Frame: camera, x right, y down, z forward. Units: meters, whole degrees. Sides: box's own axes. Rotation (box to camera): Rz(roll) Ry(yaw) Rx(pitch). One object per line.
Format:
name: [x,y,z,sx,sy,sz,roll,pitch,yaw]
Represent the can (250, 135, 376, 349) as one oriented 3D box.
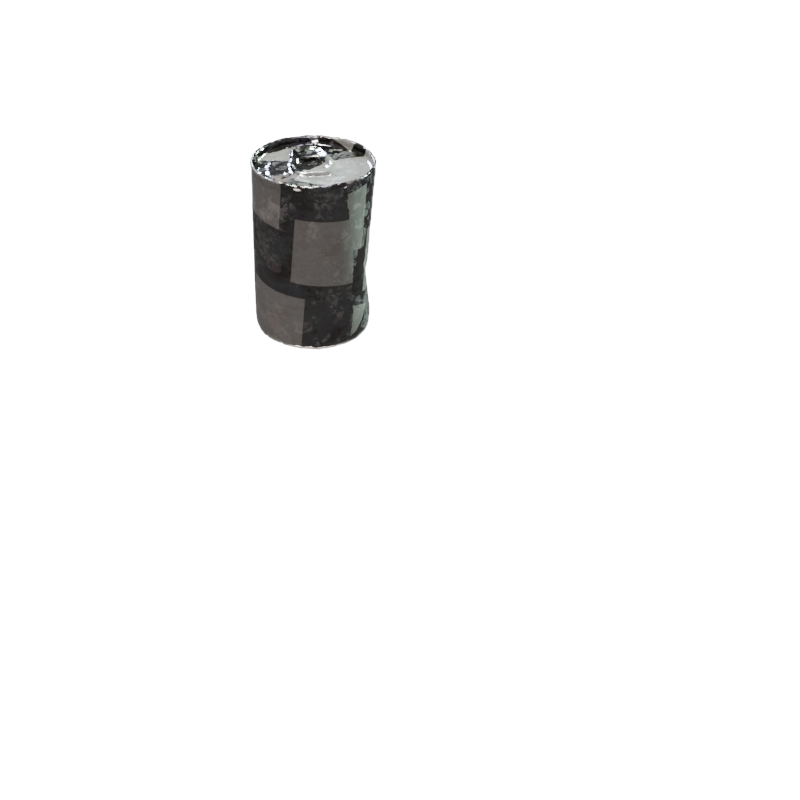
can: [-0.049,-0.089,0.623,0.068,0.096,0.073,0,32,-3]
